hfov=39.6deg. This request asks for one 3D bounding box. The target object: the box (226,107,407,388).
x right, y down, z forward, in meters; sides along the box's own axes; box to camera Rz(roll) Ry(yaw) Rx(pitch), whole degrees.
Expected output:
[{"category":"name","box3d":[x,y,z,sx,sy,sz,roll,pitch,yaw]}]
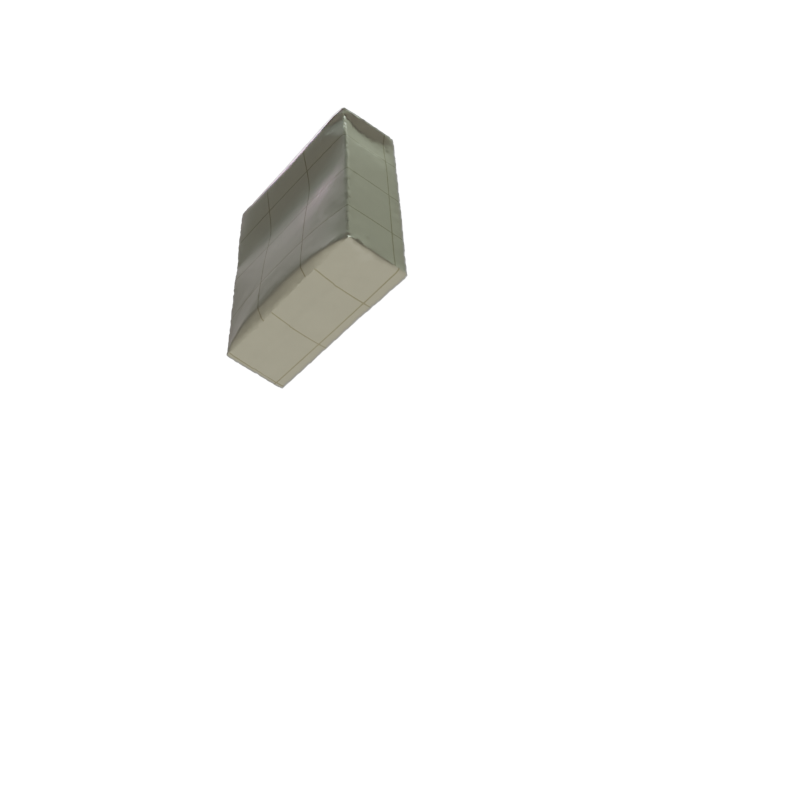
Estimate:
[{"category":"box","box3d":[-0.078,-0.142,0.993,0.068,0.229,0.161,33,-58,-28]}]
